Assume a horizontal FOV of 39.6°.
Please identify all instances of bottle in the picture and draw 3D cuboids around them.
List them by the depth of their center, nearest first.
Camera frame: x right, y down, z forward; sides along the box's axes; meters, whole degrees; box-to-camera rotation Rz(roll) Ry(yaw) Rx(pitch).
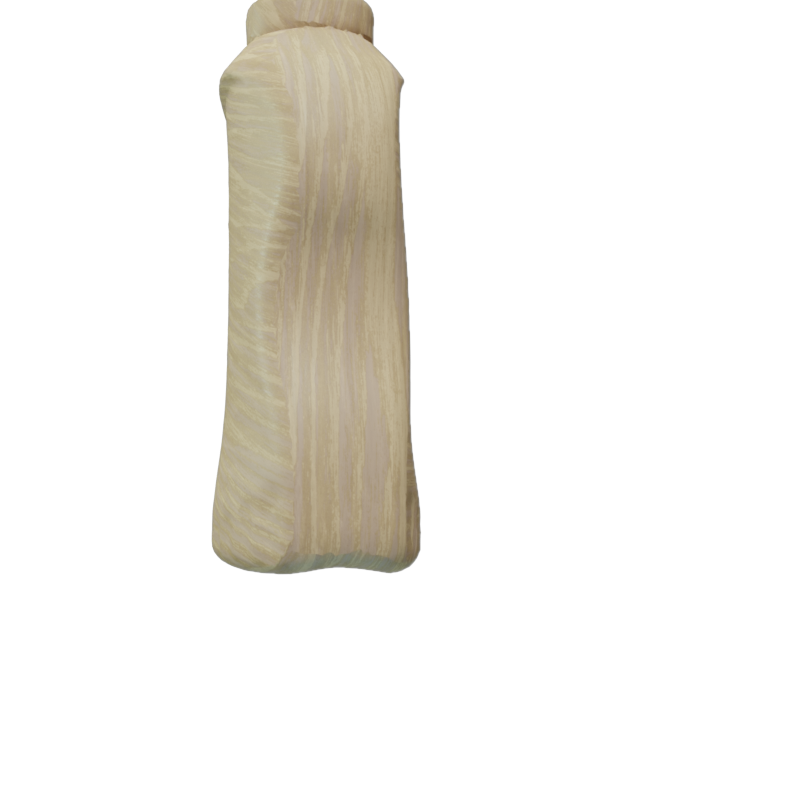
[{"bbox_3d":[-0.027,-0.049,0.340,0.057,0.197,0.095,2,-11,-12],"label":"bottle"}]
